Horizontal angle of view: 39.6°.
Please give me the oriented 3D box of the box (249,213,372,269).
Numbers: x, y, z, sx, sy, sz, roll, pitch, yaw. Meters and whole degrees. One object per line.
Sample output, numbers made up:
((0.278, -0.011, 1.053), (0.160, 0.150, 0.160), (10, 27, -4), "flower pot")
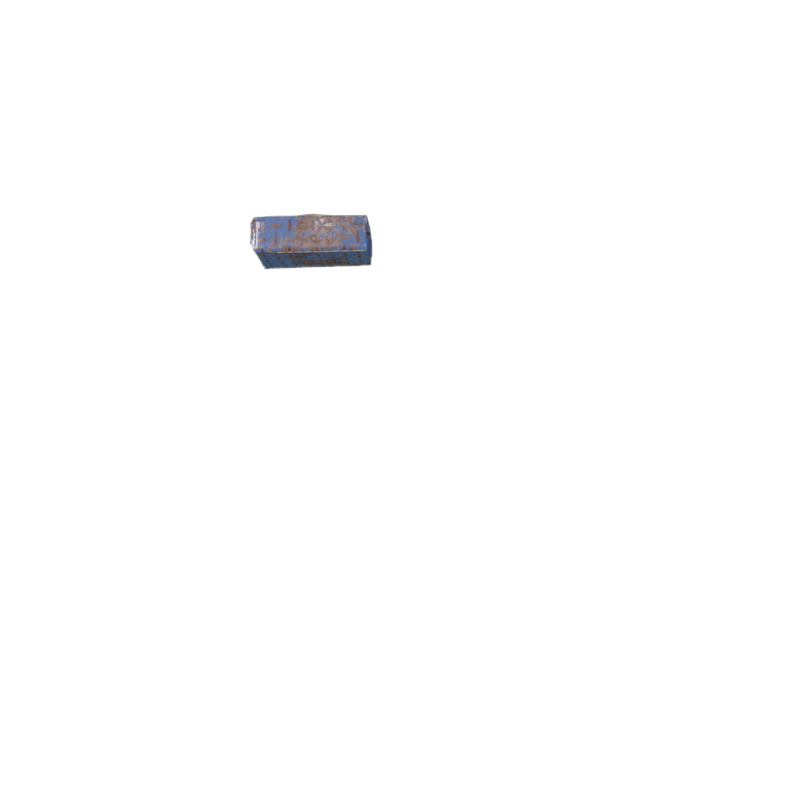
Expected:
((-0.067, -0.122, 0.856), (0.090, 0.031, 0.071), (0, -4, 3), "box")
